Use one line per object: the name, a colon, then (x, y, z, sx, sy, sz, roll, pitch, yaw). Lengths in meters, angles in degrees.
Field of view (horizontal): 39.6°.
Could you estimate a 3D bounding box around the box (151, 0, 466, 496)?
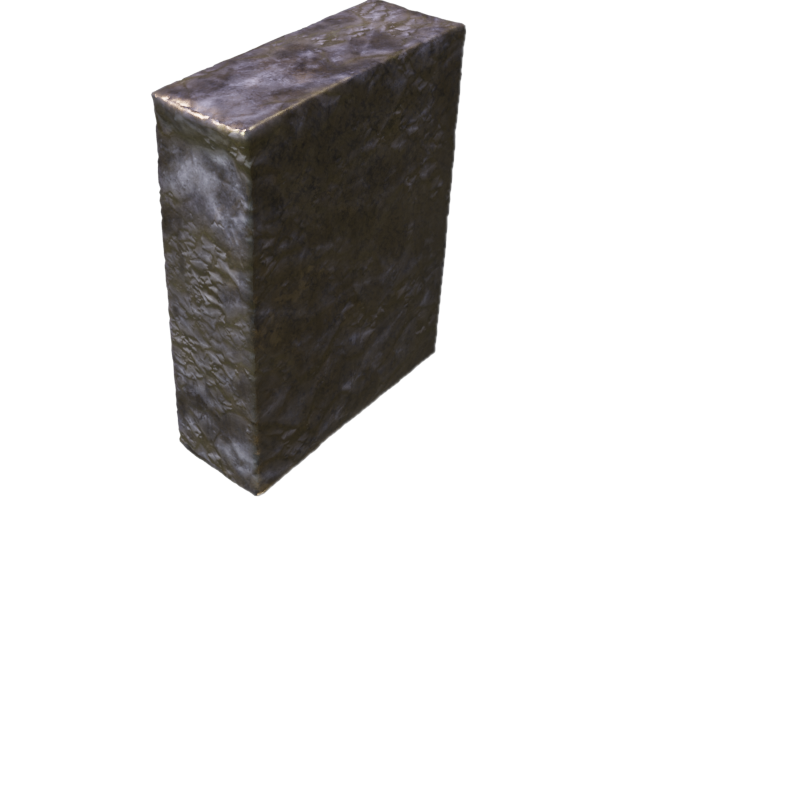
box: (-0.046, -0.083, 0.584, 0.076, 0.200, 0.165, 25, 42, 28)
